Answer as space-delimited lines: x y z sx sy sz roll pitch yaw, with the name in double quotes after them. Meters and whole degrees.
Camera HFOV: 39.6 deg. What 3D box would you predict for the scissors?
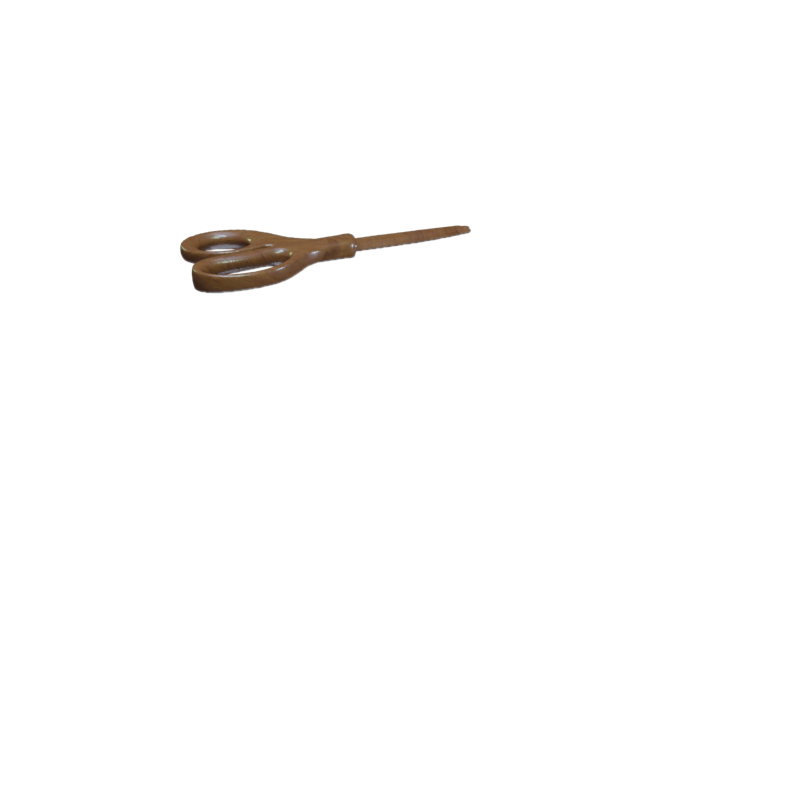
-0.058 -0.105 0.736 0.198 0.015 0.103 -20 32 -36 "scissors"
